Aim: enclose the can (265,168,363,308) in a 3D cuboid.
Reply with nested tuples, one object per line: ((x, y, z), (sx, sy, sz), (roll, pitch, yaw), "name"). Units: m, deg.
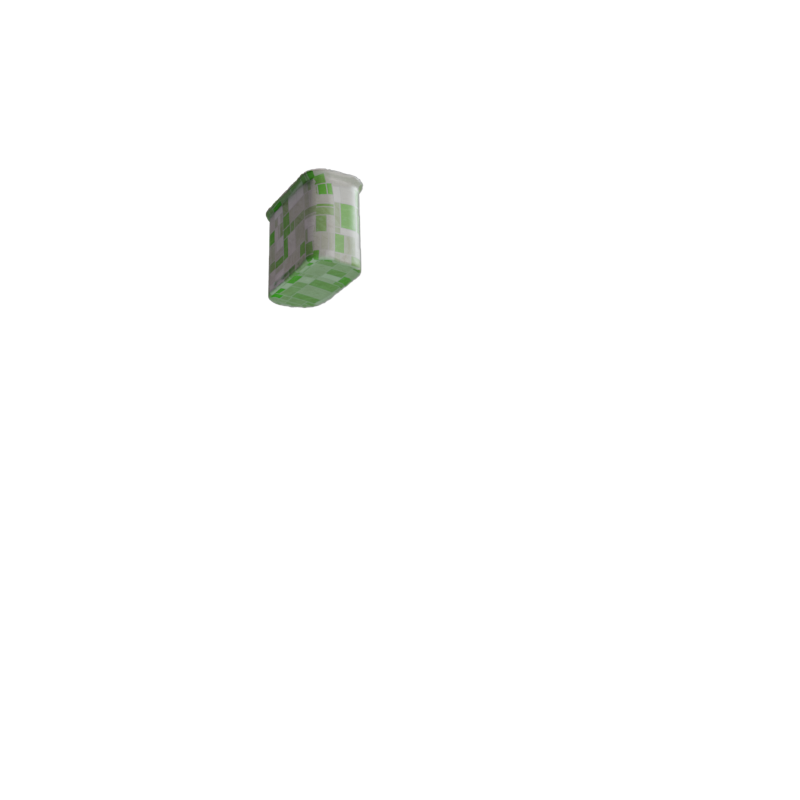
((-0.073, -0.134, 0.939), (0.055, 0.089, 0.101), (13, -28, -28), "can")
